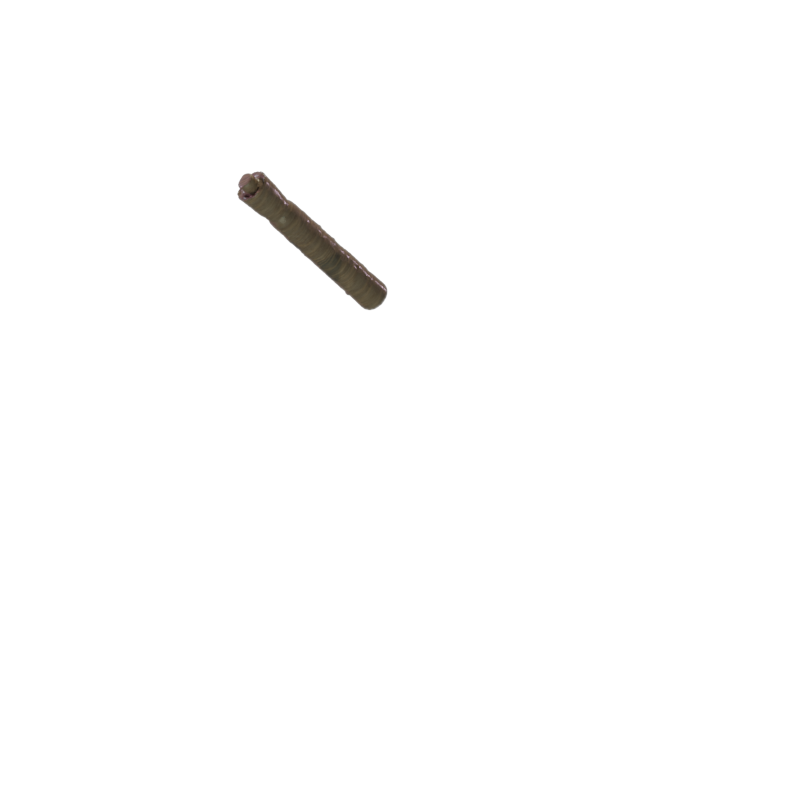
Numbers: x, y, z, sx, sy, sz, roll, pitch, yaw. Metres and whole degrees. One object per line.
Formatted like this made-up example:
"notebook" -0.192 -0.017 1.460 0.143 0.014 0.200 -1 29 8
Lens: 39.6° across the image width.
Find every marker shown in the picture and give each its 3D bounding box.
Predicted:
"marker" -0.048 -0.088 0.614 0.021 0.020 0.112 3 -27 44
